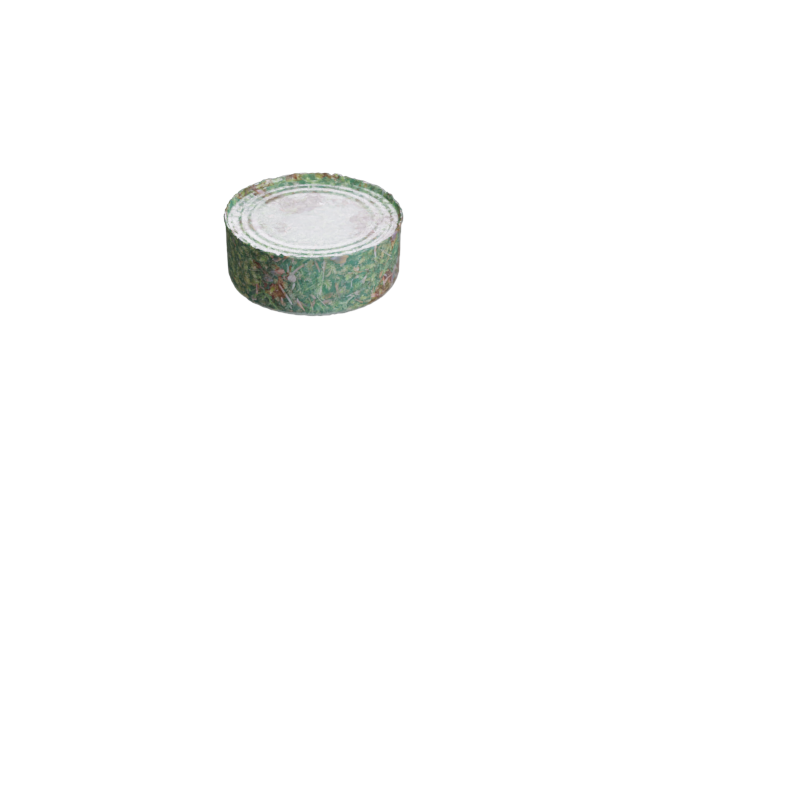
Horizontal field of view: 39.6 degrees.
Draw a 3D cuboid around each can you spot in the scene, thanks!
[{"bbox_3d":[-0.042,-0.077,0.537,0.086,0.031,0.092,-1,35,-2],"label":"can"}]
